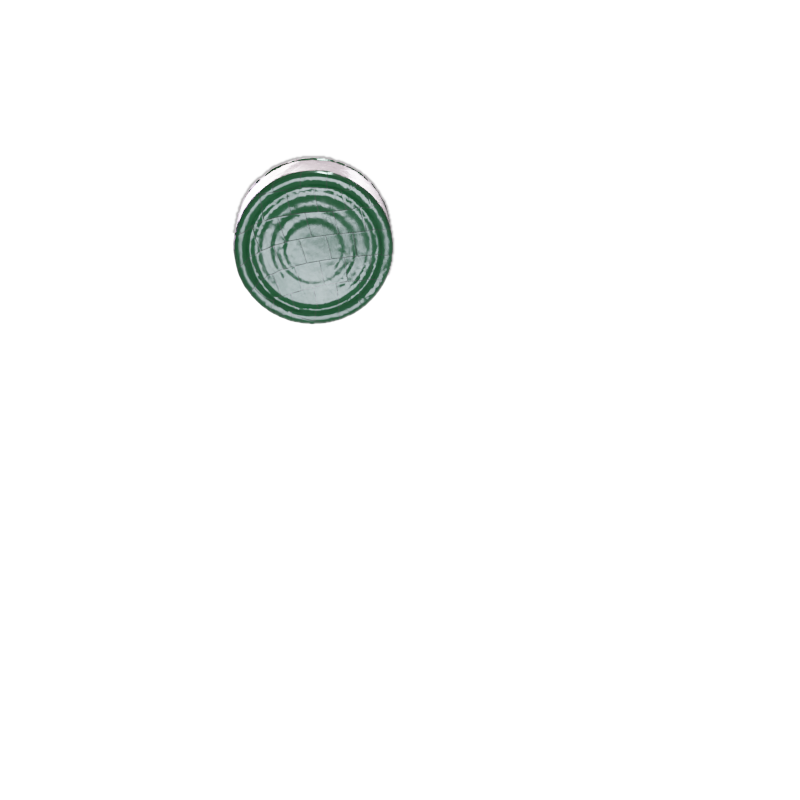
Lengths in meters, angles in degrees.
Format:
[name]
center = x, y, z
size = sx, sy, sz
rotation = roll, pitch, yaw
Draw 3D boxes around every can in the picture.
[can]
center = -0.047, -0.085, 0.594
size = 0.086, 0.082, 0.035
rotation = 0, 18, -1
